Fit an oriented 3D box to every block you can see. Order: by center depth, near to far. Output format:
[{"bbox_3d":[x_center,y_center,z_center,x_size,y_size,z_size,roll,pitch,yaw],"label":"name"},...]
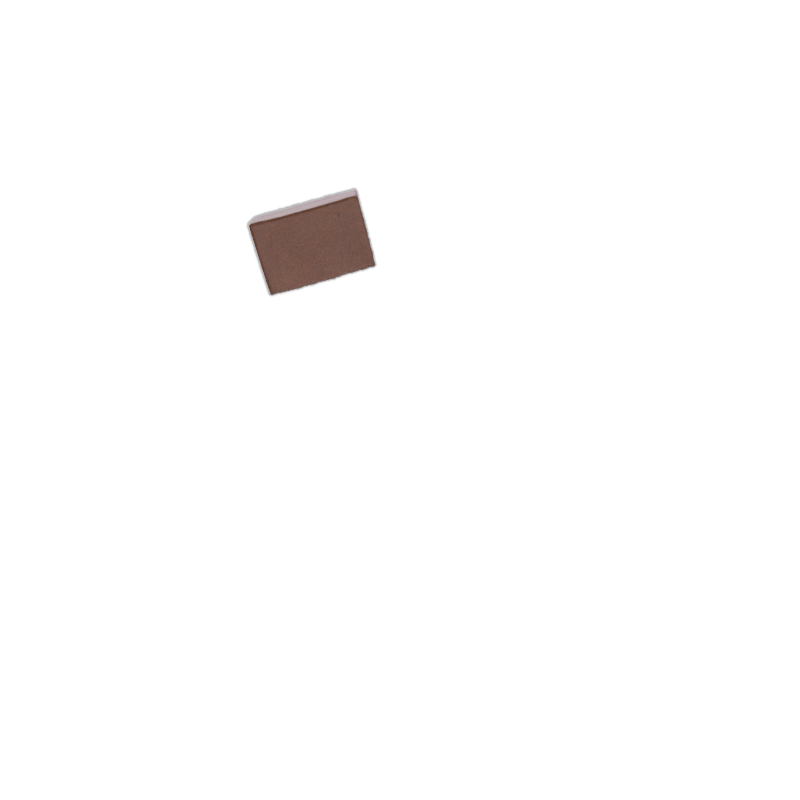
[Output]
[{"bbox_3d":[-0.060,-0.110,0.772,0.078,0.052,0.053,-15,11,1],"label":"block"}]
